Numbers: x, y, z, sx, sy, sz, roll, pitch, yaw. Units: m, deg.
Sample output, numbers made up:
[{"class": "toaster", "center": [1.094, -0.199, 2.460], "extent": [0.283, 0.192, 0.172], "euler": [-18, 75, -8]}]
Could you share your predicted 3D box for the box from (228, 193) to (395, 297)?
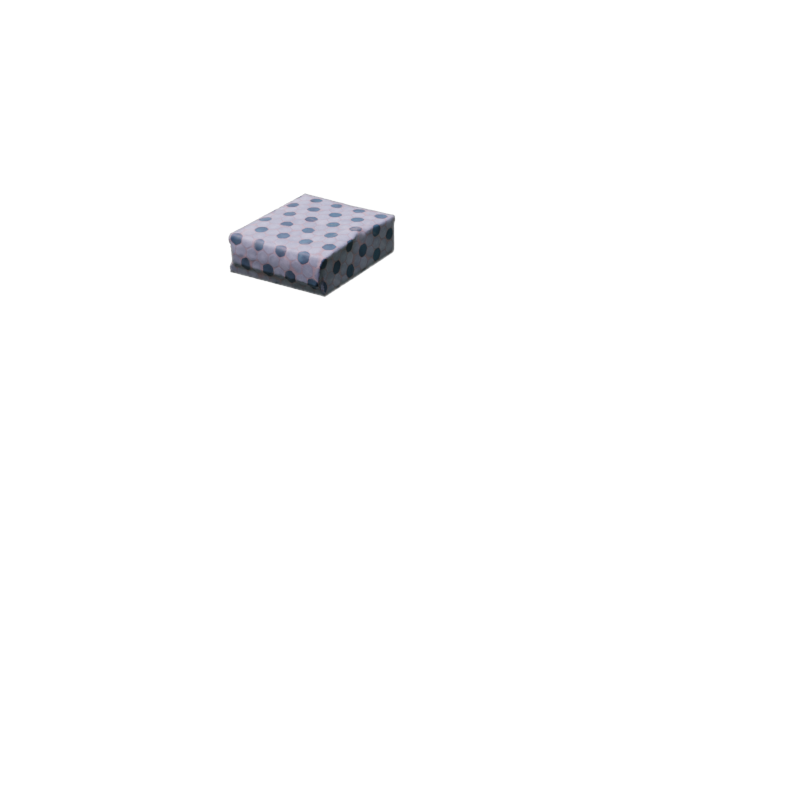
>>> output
[{"class": "box", "center": [-0.056, -0.102, 0.718], "extent": [0.077, 0.029, 0.090], "euler": [17, 33, 27]}]
